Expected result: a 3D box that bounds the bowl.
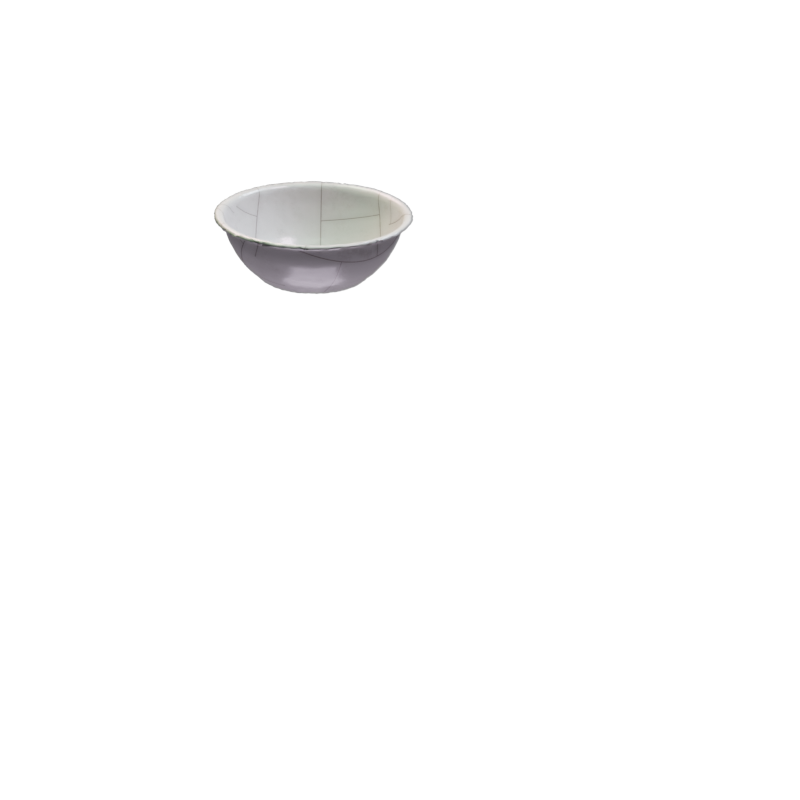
[{"bbox_3d":[-0.071,-0.130,0.909,0.162,0.052,0.171,-1,27,-2],"label":"bowl"}]
